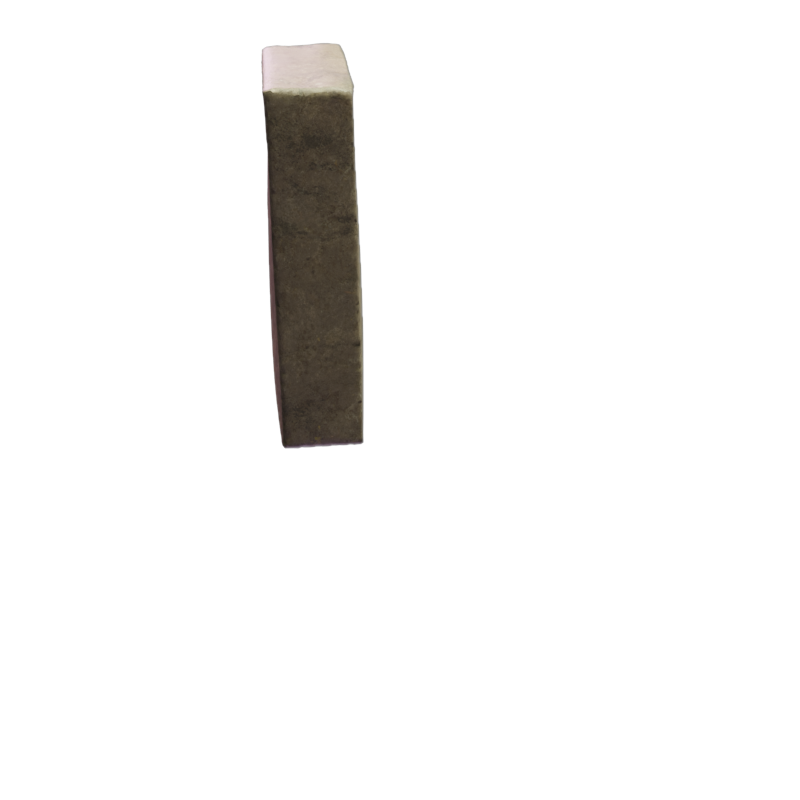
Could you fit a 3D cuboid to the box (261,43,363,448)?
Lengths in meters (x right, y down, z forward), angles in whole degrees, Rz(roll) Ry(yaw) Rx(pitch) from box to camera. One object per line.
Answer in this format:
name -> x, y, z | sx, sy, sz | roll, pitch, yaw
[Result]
box -> -0.042, -0.077, 0.538 | 0.048, 0.167, 0.099 | -1, 25, -6
